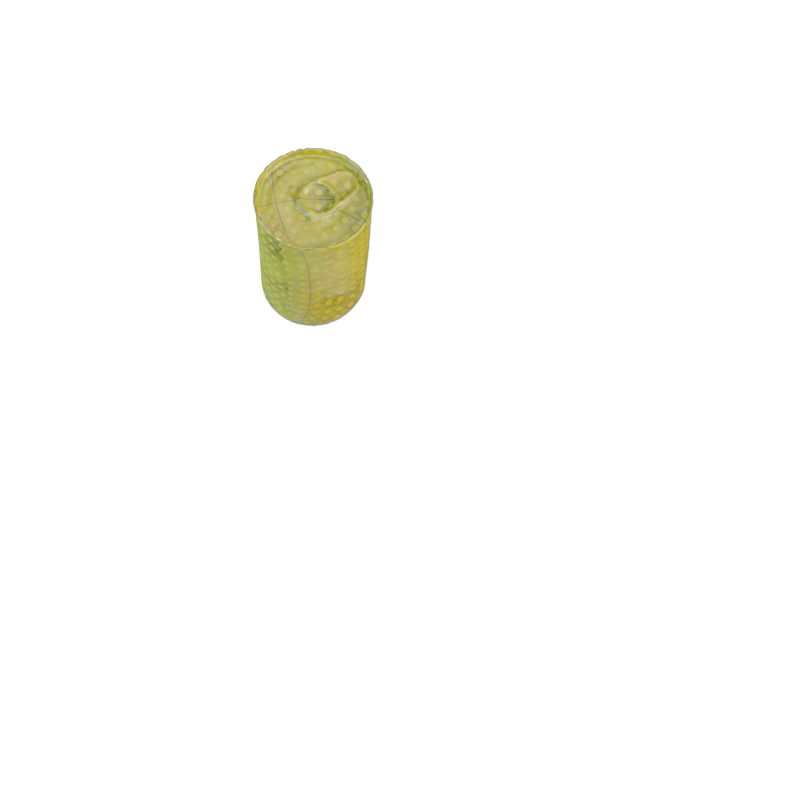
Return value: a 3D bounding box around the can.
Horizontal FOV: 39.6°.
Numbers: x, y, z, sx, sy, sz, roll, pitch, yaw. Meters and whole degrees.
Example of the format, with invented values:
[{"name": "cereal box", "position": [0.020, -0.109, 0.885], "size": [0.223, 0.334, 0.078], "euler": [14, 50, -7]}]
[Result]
[{"name": "can", "position": [-0.052, -0.095, 0.667], "size": [0.068, 0.073, 0.097], "euler": [0, -25, -3]}]
